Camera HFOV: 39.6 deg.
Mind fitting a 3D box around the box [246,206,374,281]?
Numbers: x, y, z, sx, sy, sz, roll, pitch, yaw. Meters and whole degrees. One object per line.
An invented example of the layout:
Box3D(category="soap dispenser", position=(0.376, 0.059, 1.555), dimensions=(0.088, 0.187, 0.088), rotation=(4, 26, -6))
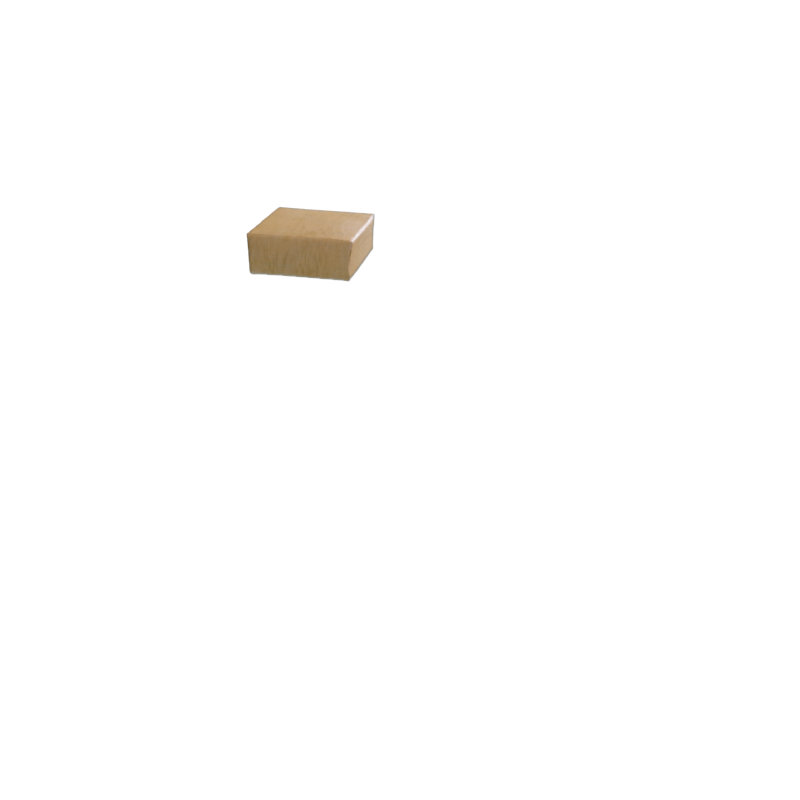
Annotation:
Box3D(category="box", position=(-0.075, -0.136, 0.954), dimensions=(0.091, 0.037, 0.117), rotation=(4, 23, 9))
